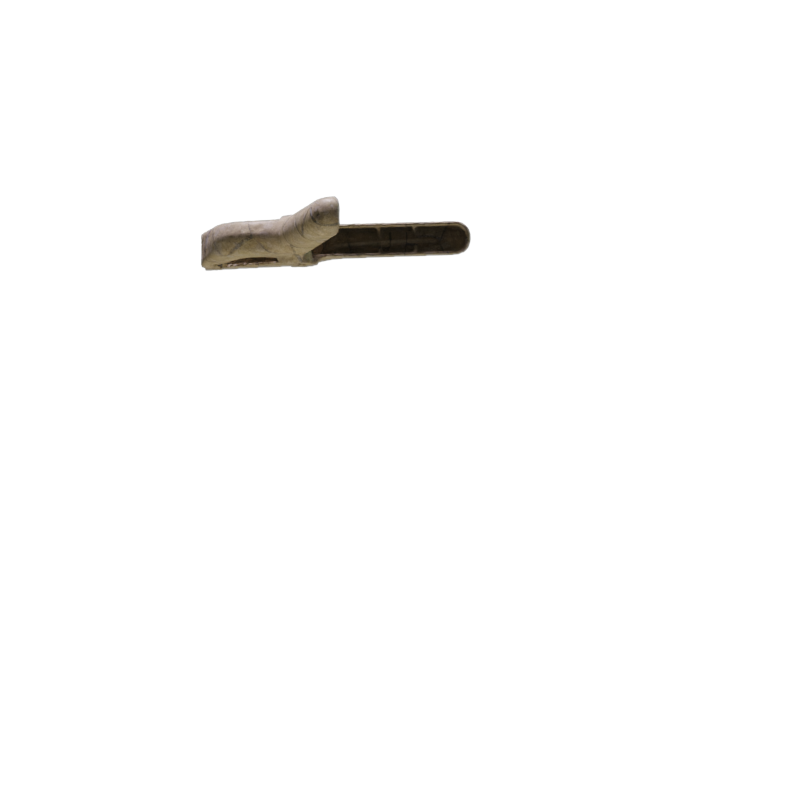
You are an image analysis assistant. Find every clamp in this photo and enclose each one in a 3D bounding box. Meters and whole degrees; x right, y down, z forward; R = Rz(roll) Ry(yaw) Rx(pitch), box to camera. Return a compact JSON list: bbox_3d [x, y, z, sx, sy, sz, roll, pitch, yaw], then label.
[{"bbox_3d":[-0.065,-0.118,0.828,0.157,0.037,0.217,1,-1,-45],"label":"clamp"}]
